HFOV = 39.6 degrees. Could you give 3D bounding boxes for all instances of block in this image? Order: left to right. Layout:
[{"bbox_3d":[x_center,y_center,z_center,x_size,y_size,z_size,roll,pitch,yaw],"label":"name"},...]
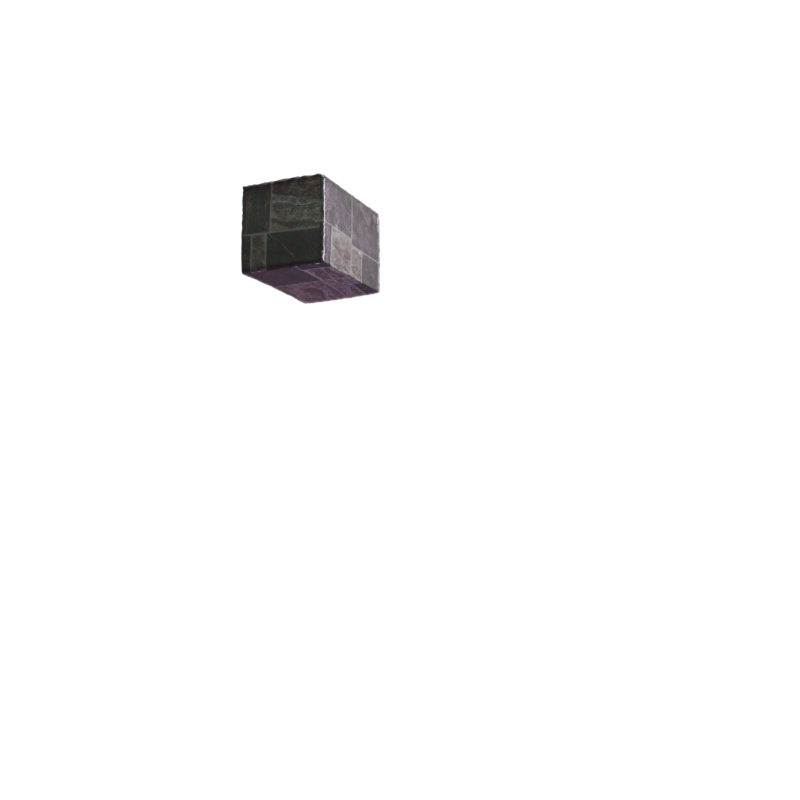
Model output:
[{"bbox_3d":[-0.050,-0.091,0.635,0.054,0.053,0.074,-6,-14,23],"label":"block"}]
